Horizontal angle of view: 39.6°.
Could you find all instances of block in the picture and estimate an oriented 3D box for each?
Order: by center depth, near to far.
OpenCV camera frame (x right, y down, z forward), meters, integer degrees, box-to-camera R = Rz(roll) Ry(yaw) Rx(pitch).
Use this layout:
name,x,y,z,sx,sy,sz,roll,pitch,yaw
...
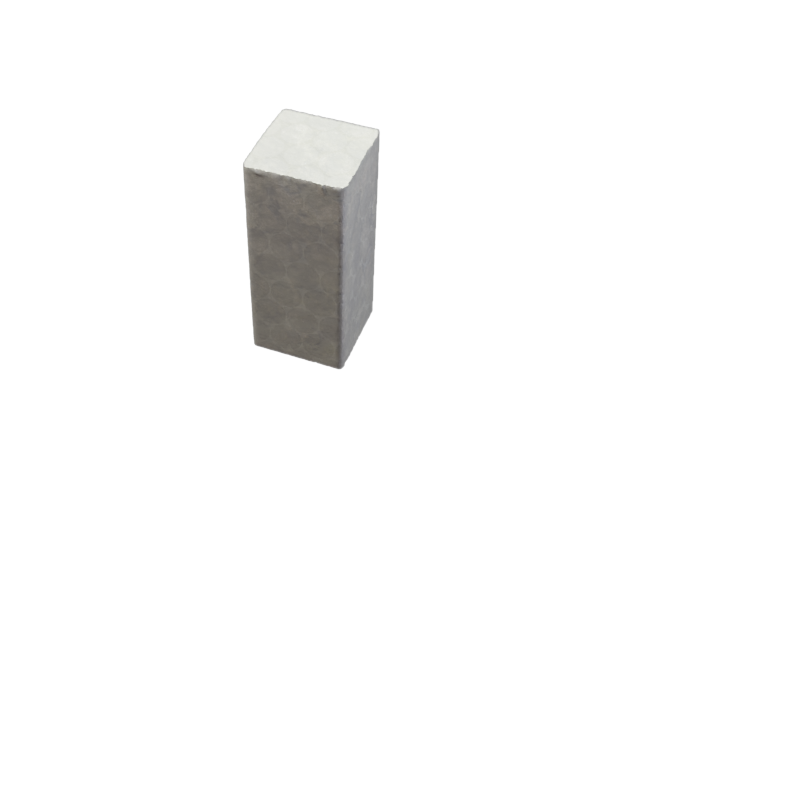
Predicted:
name,x,y,z,sx,sy,sz,roll,pitch,yaw
block,-0.076,-0.138,0.968,0.093,0.192,0.094,16,46,12
